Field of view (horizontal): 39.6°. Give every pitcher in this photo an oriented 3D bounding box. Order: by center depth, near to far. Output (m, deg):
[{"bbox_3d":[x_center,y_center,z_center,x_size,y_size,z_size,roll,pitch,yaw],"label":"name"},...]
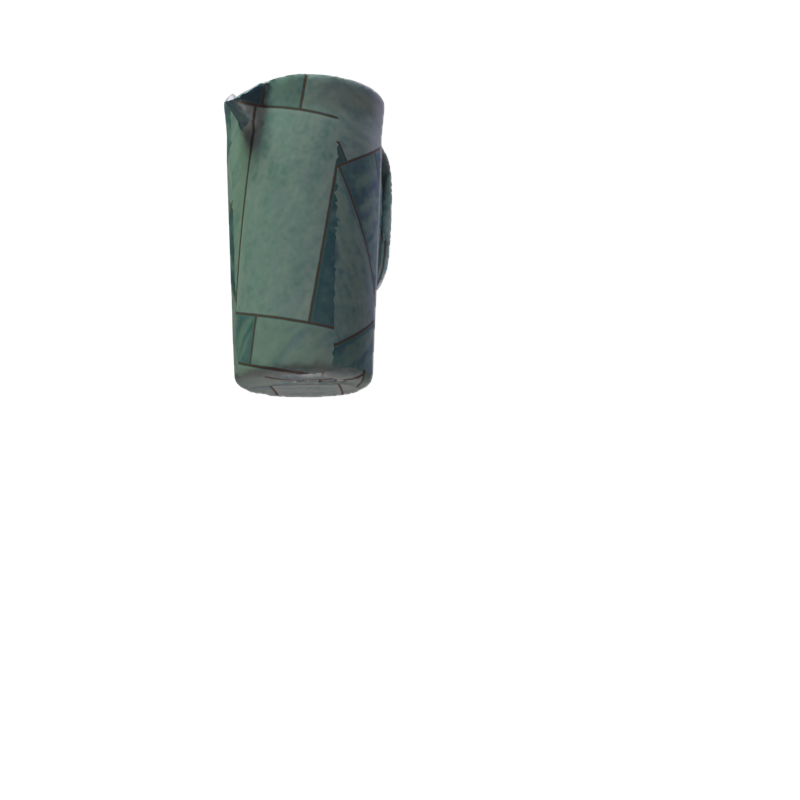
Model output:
[{"bbox_3d":[-0.070,-0.128,0.897,0.148,0.251,0.141,1,-13,-7],"label":"pitcher"}]
